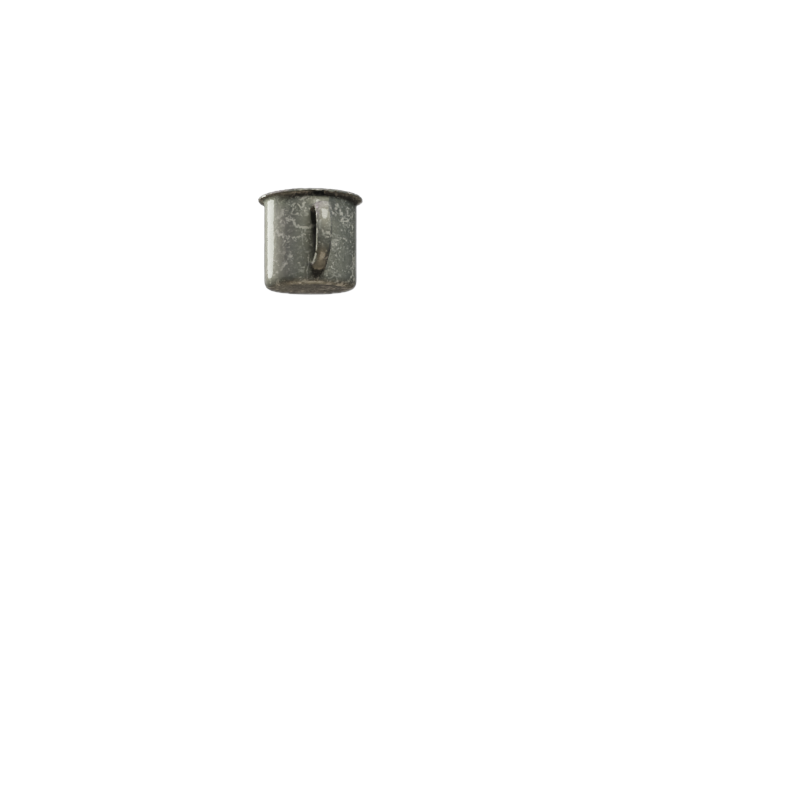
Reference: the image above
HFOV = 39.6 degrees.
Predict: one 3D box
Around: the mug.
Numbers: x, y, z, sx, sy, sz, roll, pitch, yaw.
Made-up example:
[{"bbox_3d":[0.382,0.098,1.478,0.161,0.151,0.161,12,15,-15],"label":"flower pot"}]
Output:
[{"bbox_3d":[-0.076,-0.138,0.969,0.091,0.083,0.117,1,-5,-15],"label":"mug"}]
